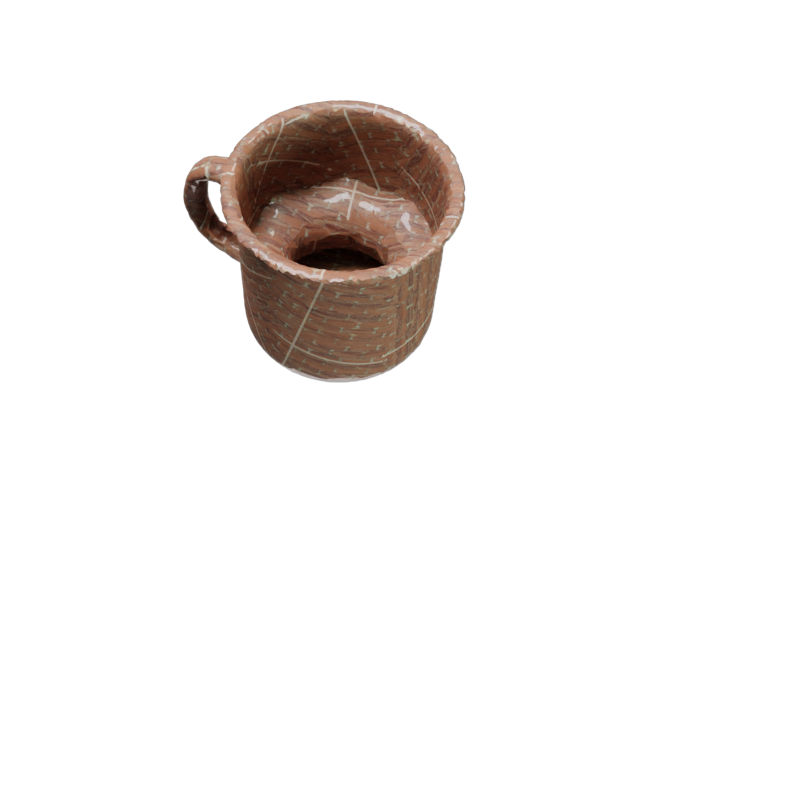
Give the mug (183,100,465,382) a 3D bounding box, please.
[{"bbox_3d":[-0.035,-0.065,0.453,0.120,0.097,0.076,18,-34,11],"label":"mug"}]
